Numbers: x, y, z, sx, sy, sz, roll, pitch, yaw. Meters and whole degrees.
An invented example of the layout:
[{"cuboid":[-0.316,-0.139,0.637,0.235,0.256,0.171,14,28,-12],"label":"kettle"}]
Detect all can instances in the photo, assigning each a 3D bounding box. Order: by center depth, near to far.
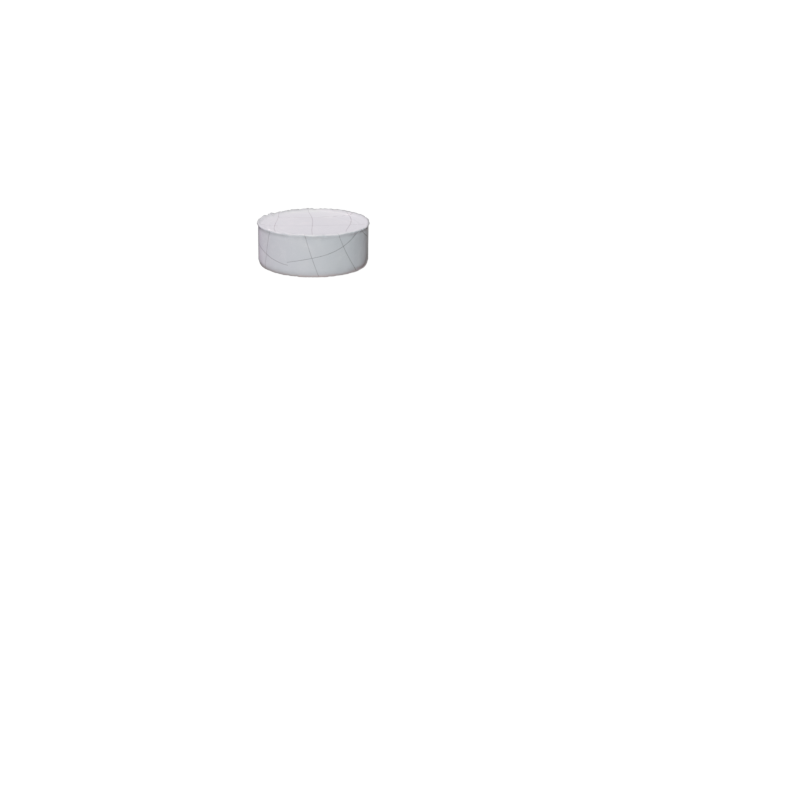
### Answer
[{"cuboid":[-0.066,-0.121,0.847,0.086,0.032,0.090,-1,21,-2],"label":"can"}]
